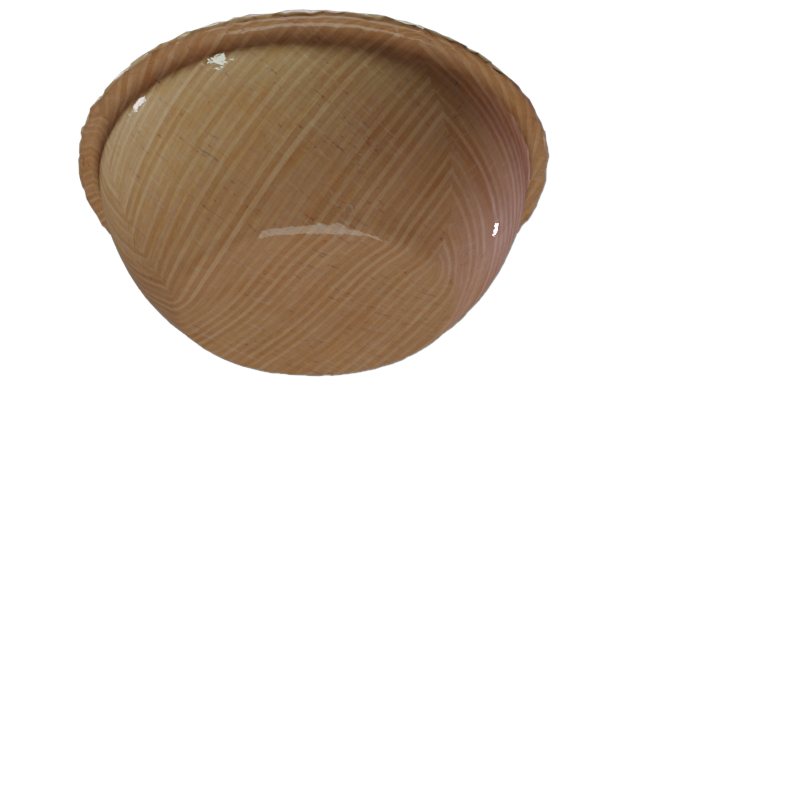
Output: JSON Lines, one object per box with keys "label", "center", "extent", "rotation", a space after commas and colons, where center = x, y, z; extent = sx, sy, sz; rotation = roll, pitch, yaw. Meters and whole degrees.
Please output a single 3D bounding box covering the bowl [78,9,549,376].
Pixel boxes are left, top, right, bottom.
{"label": "bowl", "center": [-0.029, -0.053, 0.372], "extent": [0.162, 0.059, 0.152], "rotation": [1, -29, -2]}
